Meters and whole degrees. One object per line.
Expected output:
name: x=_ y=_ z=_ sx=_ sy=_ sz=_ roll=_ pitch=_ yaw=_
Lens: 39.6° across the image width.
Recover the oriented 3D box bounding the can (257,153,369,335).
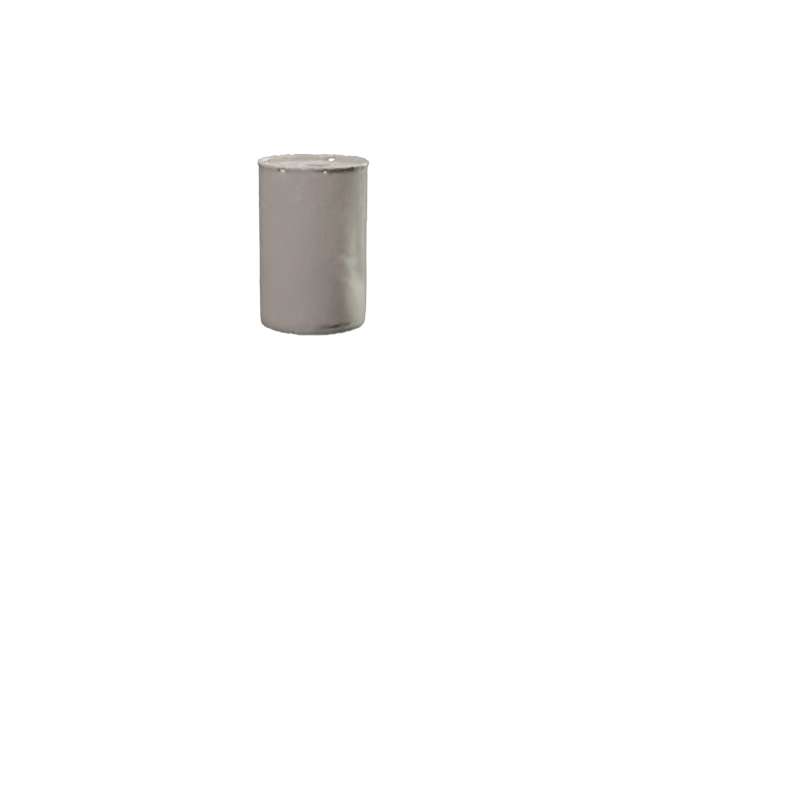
can: x=-0.053 y=-0.098 z=0.683 sx=0.068 sy=0.099 sz=0.071 roll=0 pitch=14 yaw=-2
